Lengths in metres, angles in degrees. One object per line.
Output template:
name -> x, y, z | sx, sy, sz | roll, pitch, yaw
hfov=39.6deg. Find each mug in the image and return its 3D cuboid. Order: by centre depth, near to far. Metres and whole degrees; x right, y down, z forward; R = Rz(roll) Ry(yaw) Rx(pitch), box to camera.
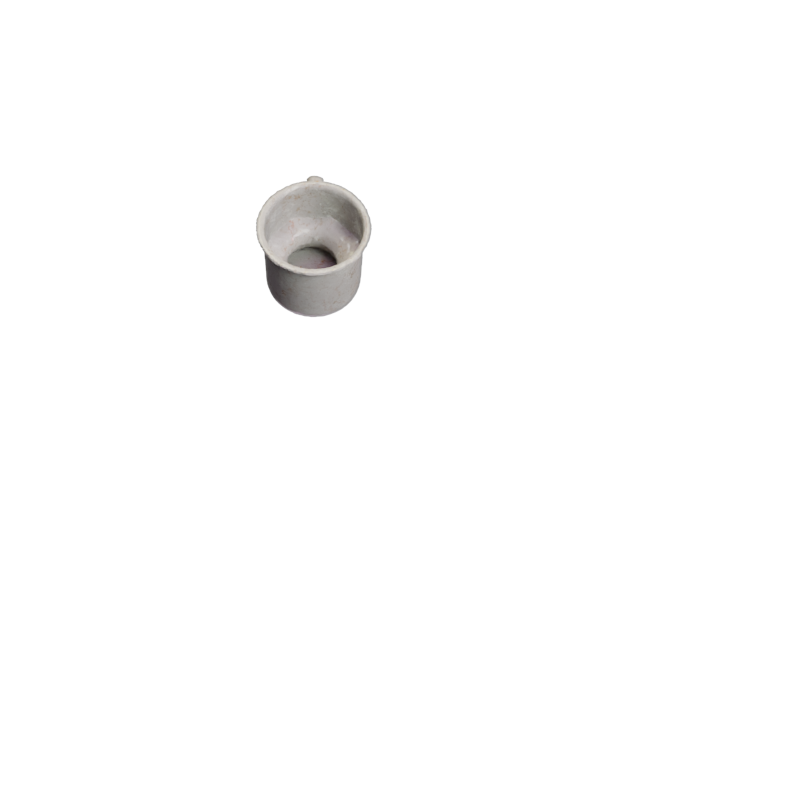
mug -> -0.073, -0.133, 0.932 | 0.093, 0.125, 0.076 | -2, -31, -3
